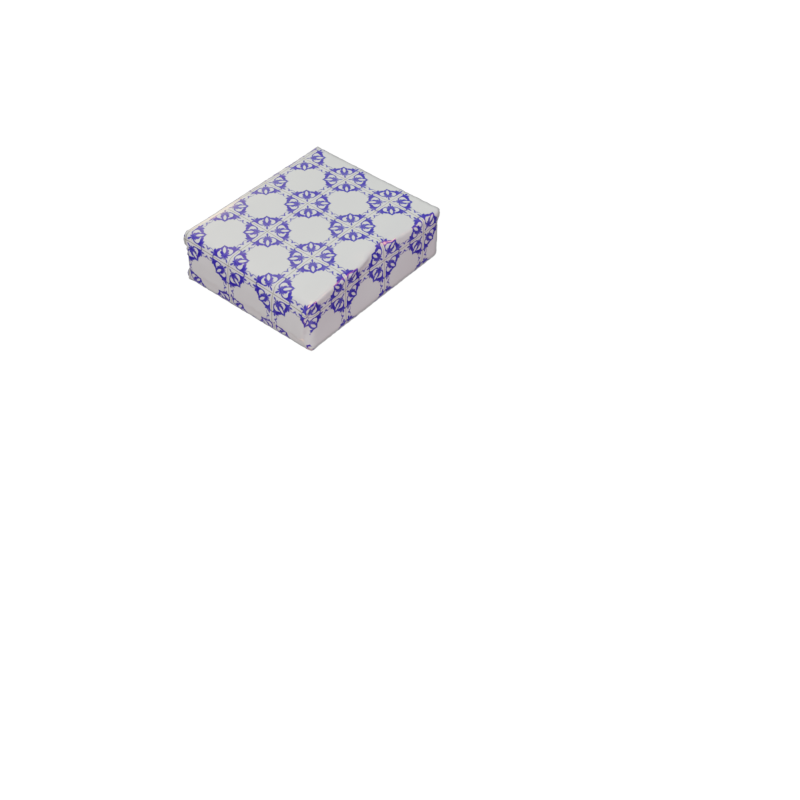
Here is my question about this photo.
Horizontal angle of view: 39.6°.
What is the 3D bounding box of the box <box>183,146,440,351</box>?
[{"bbox_3d":[-0.038,-0.069,0.485,0.078,0.028,0.090,30,51,28],"label":"box"}]
